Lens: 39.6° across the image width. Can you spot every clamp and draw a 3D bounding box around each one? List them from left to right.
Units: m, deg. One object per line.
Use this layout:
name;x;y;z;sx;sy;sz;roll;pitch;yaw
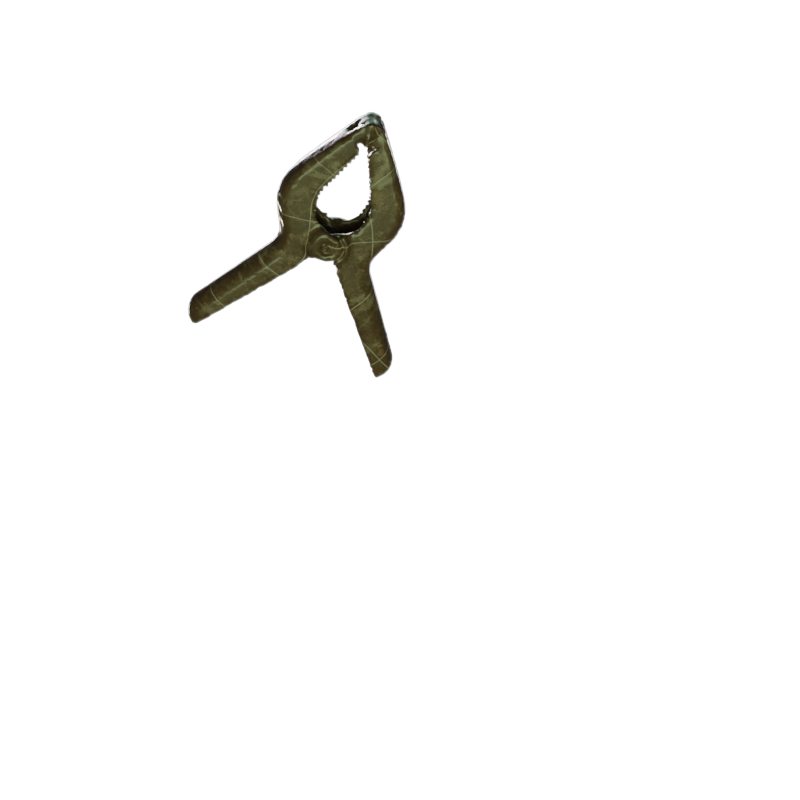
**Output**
clamp;-0.065;-0.118;0.826;0.163;0.200;0.039;12;29;-7
